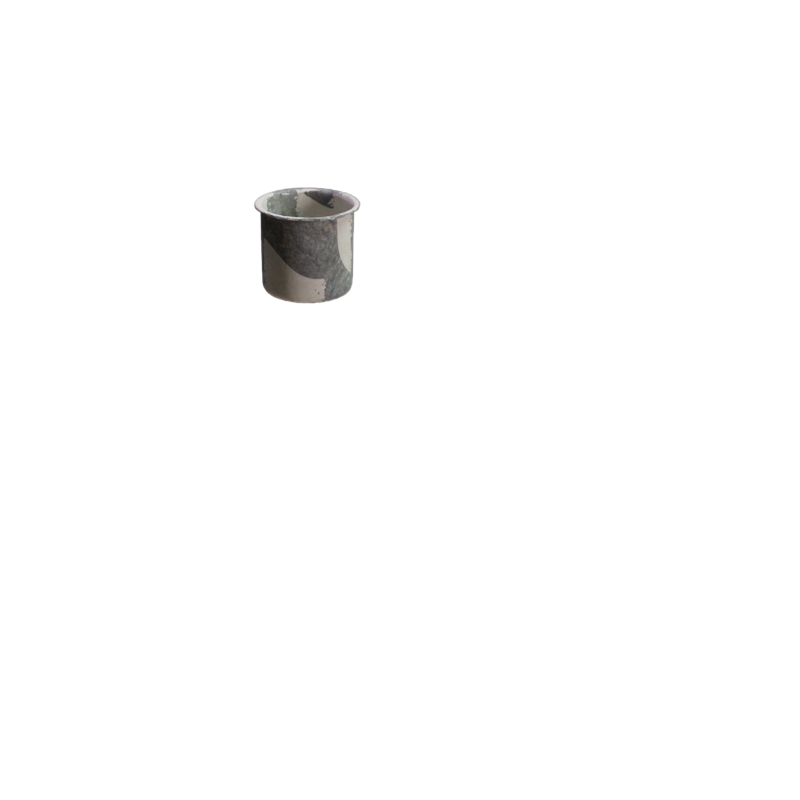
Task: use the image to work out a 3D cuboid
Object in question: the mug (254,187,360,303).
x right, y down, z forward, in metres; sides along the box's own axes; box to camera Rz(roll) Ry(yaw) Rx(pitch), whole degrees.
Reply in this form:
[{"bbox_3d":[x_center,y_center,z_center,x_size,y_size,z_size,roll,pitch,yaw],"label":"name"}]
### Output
[{"bbox_3d":[-0.078,-0.142,0.992,0.097,0.078,0.119,11,26,21],"label":"mug"}]
